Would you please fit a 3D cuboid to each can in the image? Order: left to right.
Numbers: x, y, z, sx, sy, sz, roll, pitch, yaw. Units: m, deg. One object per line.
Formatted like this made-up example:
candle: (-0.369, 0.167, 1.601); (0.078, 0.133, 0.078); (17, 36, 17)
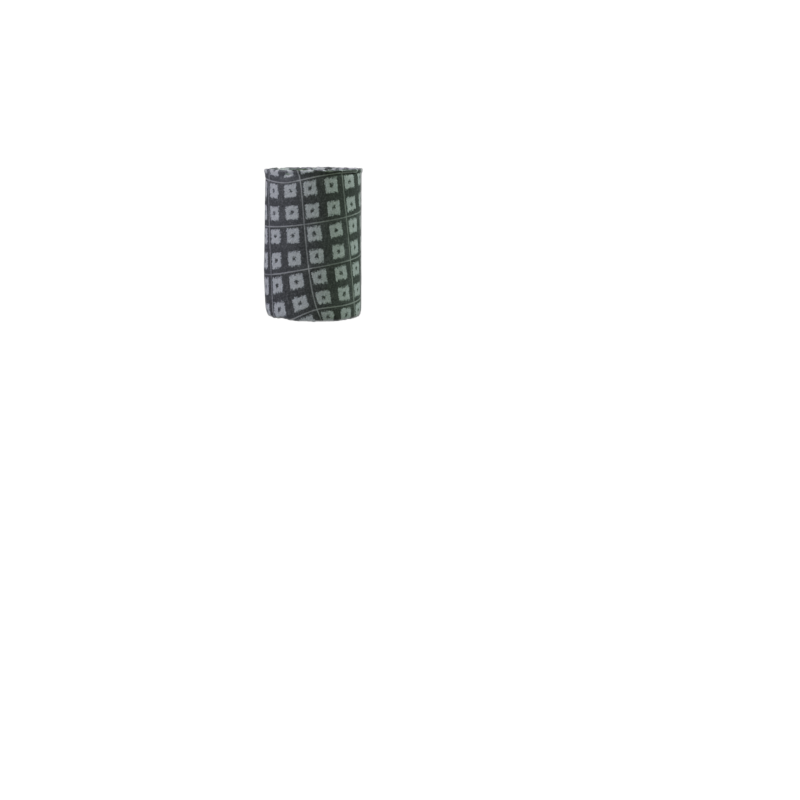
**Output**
can: (-0.060, -0.109, 0.766); (0.068, 0.101, 0.070); (0, 8, -2)
